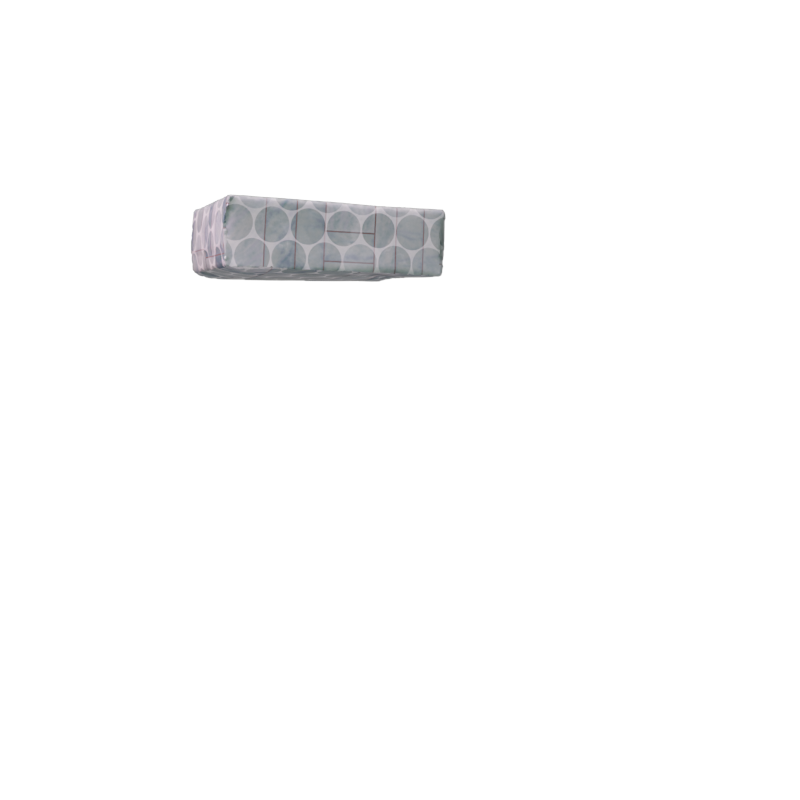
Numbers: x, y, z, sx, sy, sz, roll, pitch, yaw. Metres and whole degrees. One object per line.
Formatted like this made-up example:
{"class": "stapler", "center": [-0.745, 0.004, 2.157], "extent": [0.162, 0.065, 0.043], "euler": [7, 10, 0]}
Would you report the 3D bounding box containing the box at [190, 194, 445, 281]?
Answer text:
{"class": "box", "center": [-0.045, -0.082, 0.572], "extent": [0.111, 0.039, 0.092], "euler": [-1, 3, -19]}
